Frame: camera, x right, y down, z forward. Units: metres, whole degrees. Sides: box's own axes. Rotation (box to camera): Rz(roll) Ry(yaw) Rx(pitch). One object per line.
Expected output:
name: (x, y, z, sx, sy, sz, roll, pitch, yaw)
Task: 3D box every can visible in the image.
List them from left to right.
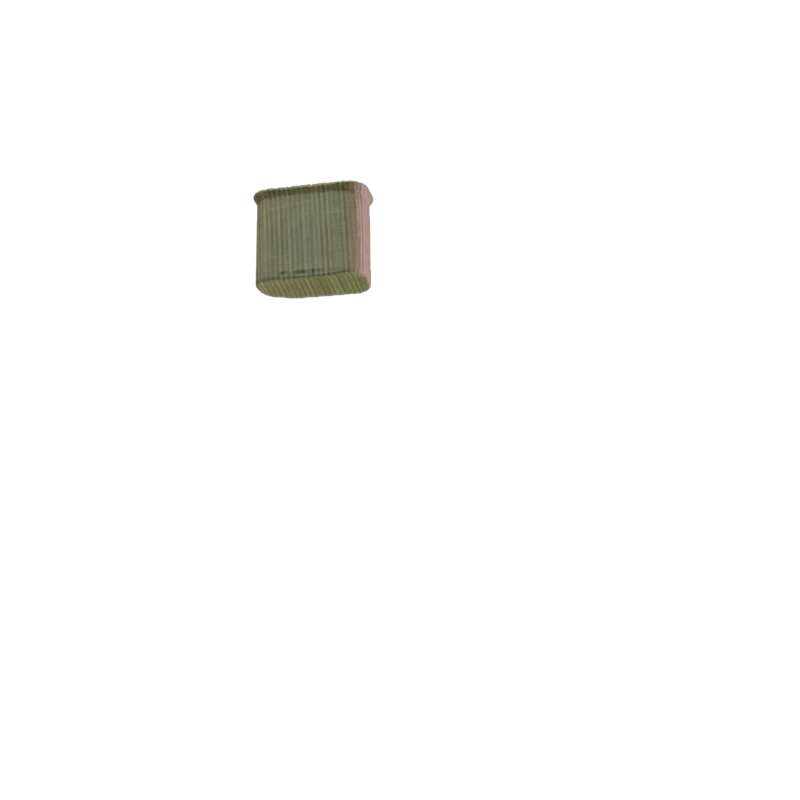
can: (-0.074, -0.136, 0.950, 0.103, 0.088, 0.054, -5, -20, 12)
